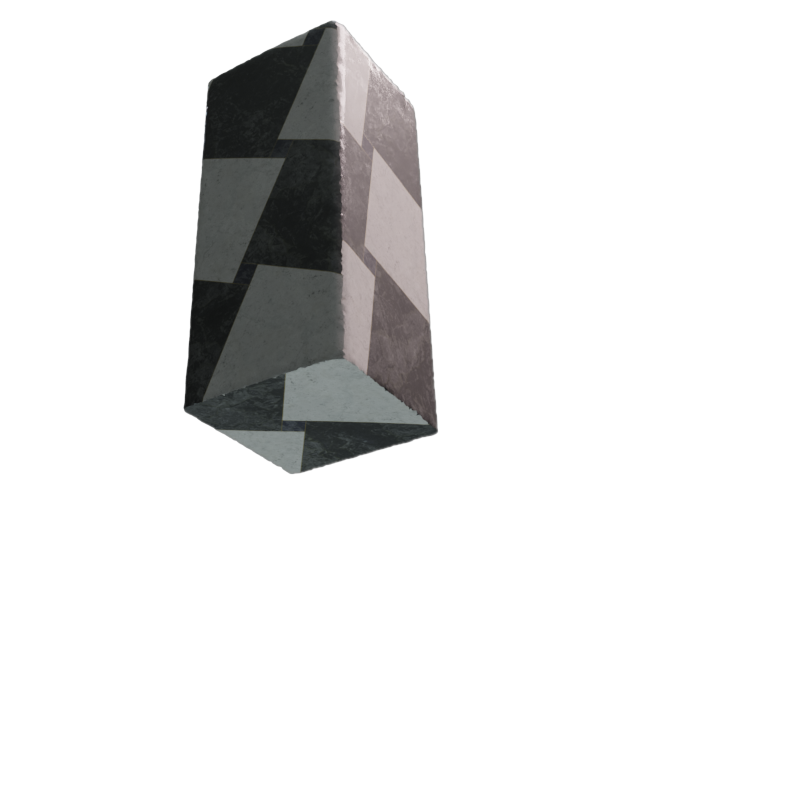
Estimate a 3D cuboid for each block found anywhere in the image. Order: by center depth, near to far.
[{"bbox_3d":[-0.045,-0.083,0.576,0.091,0.220,0.084,-20,-37,25],"label":"block"}]
